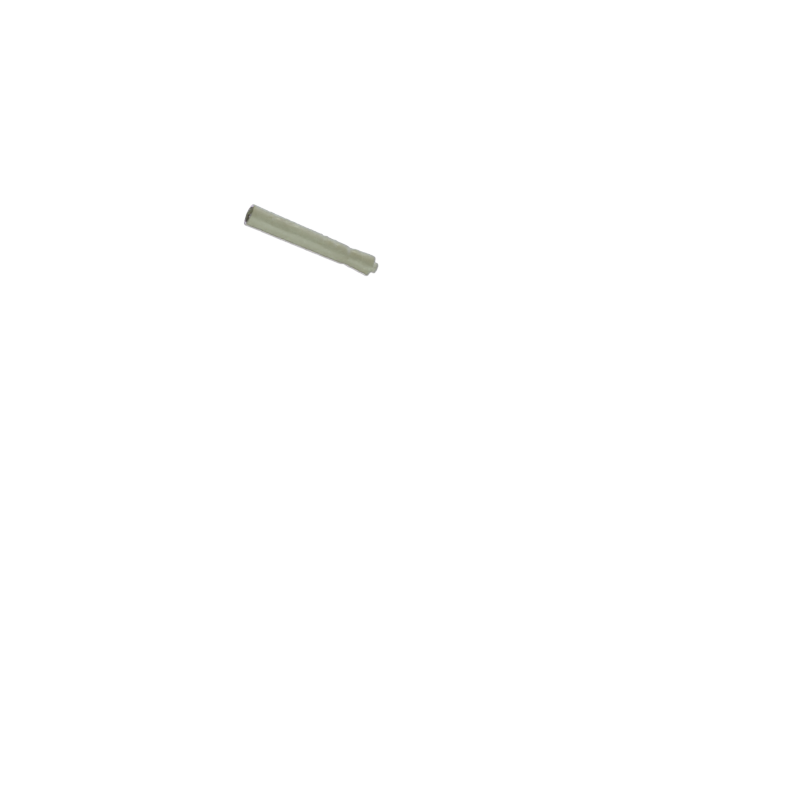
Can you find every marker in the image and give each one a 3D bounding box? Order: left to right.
[{"bbox_3d":[-0.073,-0.133,0.931,0.117,0.020,0.020,21,-3,-16],"label":"marker"}]
